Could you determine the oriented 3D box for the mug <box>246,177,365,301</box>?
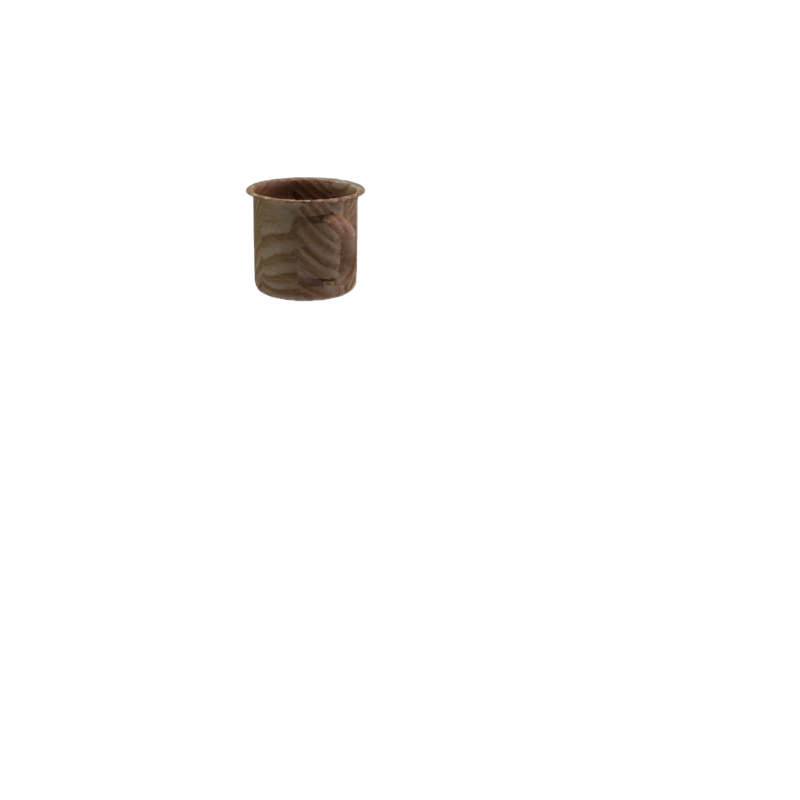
[{"bbox_3d":[-0.068,-0.123,0.863,0.091,0.078,0.125,-12,23,-32],"label":"mug"}]
